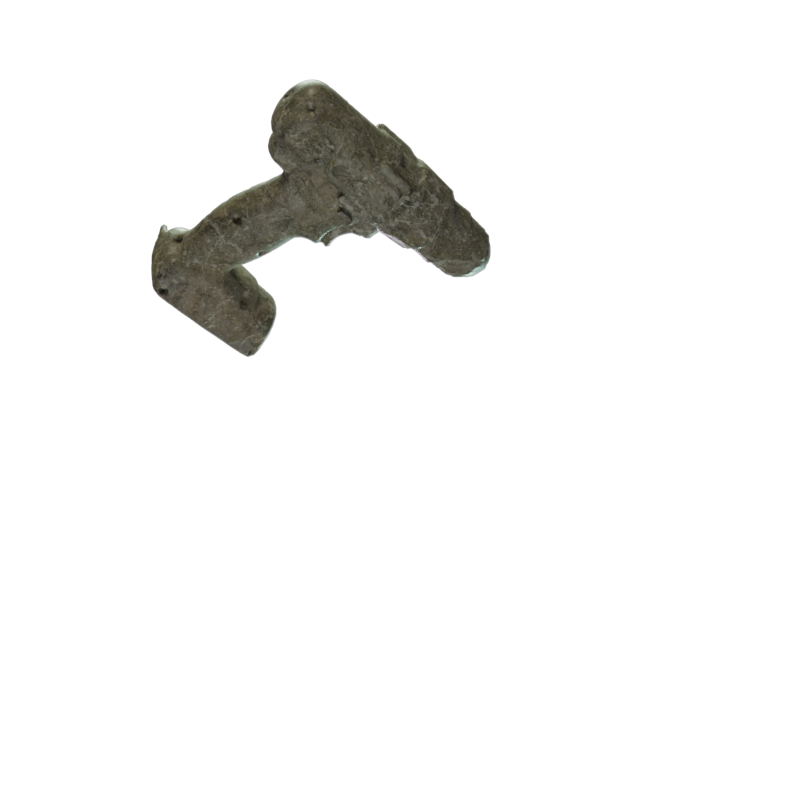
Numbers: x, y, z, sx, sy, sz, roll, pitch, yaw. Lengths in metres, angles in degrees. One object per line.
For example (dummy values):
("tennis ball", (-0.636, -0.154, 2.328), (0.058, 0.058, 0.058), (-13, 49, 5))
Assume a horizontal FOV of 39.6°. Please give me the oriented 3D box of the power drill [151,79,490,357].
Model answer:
("power drill", (-0.058, -0.105, 0.735), (0.186, 0.062, 0.173), (-34, -56, 27))
